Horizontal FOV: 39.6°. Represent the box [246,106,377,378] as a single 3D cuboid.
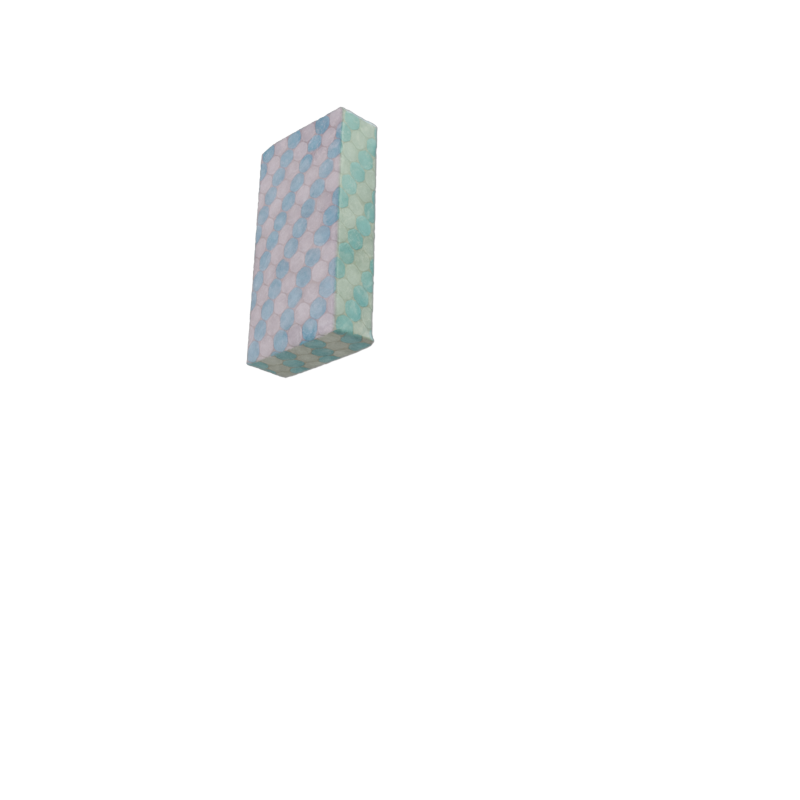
[{"bbox_3d":[-0.063,-0.113,0.794,0.094,0.186,0.045,-22,-31,39],"label":"box"}]
